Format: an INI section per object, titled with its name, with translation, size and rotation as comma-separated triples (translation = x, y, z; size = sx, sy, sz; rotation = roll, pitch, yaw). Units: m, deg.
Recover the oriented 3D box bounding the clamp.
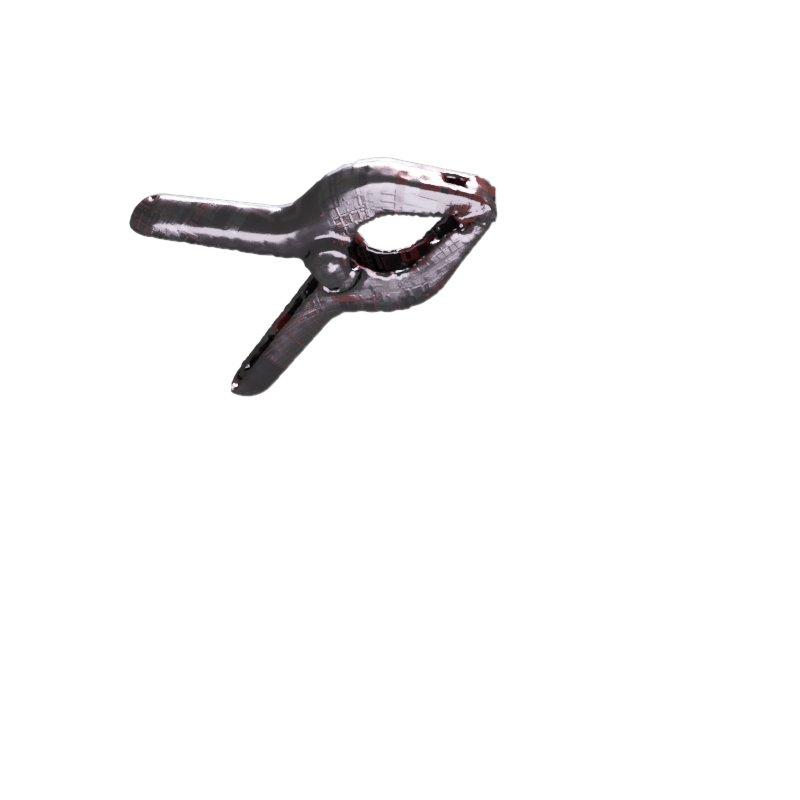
[clamp]
translation = -0.042, -0.076, 0.530
size = 0.171, 0.112, 0.042
rotation = -27, 33, 19
